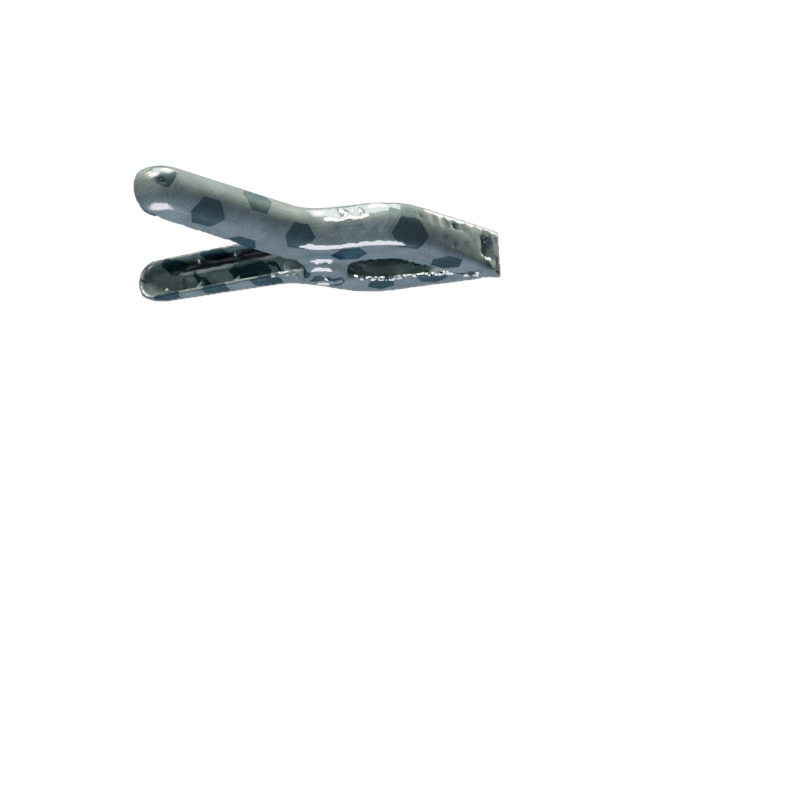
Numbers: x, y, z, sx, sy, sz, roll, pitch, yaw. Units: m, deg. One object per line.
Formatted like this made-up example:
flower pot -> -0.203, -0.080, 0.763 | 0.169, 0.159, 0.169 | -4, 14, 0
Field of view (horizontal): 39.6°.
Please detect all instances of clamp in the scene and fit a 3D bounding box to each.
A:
clamp -> -0.047, -0.086, 0.604 | 0.209, 0.038, 0.159 | 0, -12, -2
